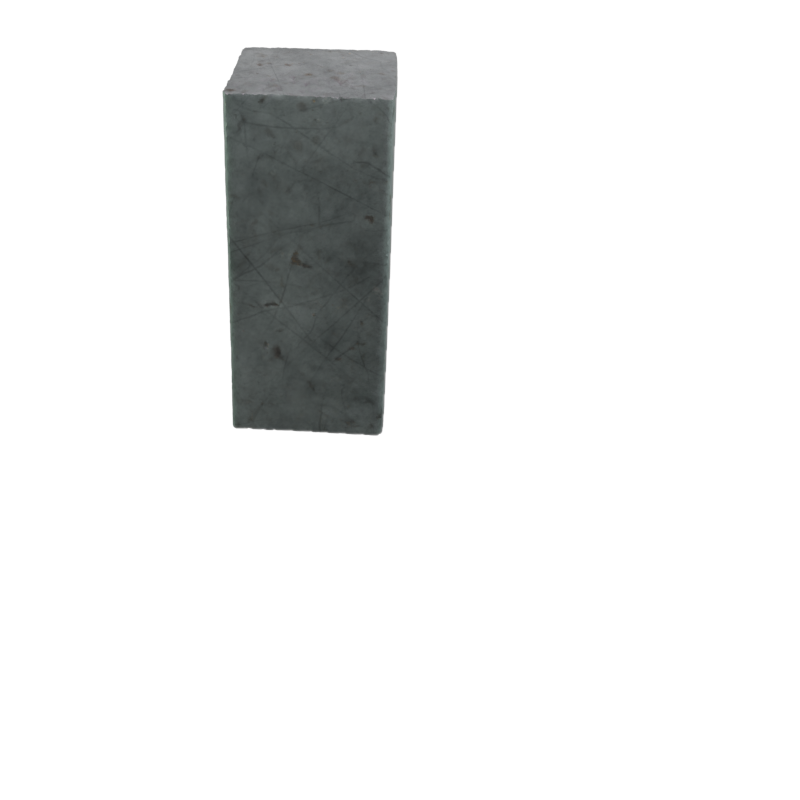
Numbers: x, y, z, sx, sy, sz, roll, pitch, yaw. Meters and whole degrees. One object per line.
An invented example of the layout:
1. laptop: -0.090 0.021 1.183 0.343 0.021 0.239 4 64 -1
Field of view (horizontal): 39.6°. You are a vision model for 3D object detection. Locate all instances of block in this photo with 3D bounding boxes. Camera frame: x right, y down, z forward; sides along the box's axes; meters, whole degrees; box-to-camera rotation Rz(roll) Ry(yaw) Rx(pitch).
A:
1. block: -0.050 -0.092 0.645 0.091 0.195 0.095 3 28 1
